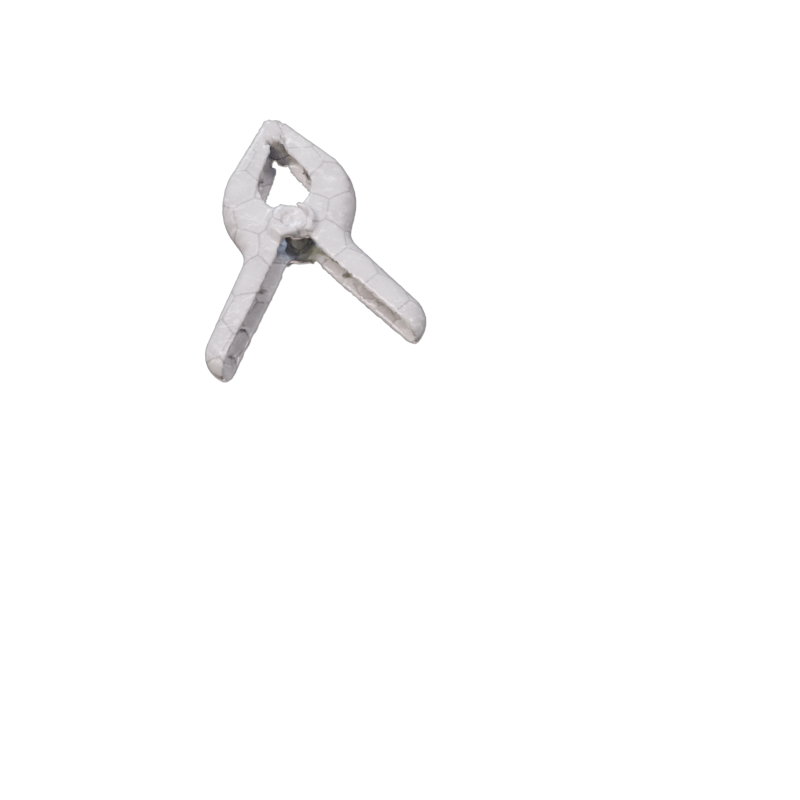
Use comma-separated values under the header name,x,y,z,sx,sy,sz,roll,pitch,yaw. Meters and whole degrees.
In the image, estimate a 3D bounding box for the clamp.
name,x,y,z,sx,sy,sz,roll,pitch,yaw
clamp,-0.050,-0.091,0.639,0.120,0.183,0.037,-2,-30,-2
